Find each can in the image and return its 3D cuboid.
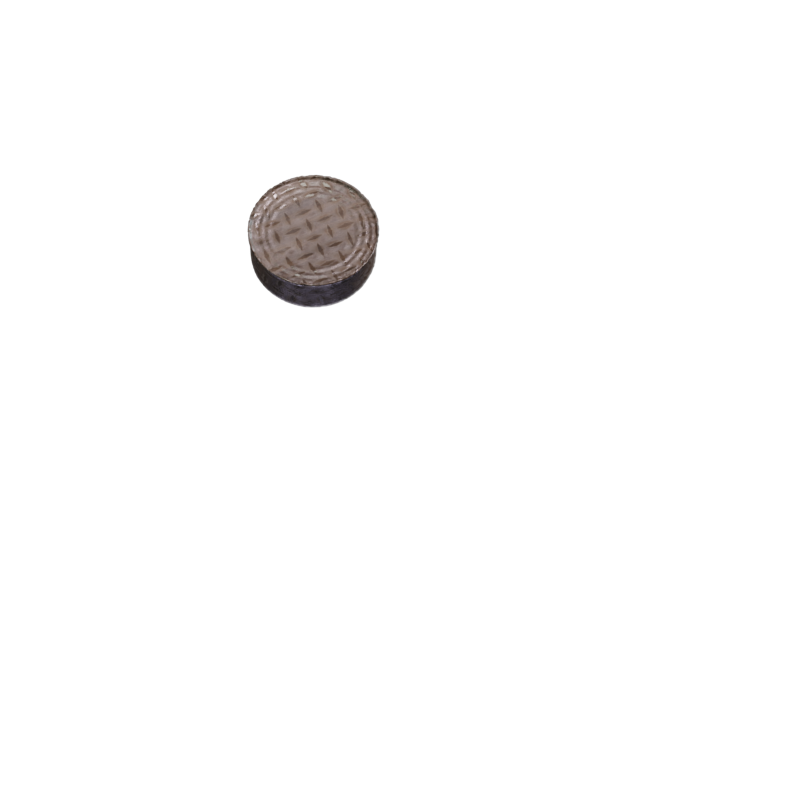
[{"bbox_3d":[-0.058,-0.105,0.735,0.086,0.091,0.031,-1,-30,-1],"label":"can"}]
